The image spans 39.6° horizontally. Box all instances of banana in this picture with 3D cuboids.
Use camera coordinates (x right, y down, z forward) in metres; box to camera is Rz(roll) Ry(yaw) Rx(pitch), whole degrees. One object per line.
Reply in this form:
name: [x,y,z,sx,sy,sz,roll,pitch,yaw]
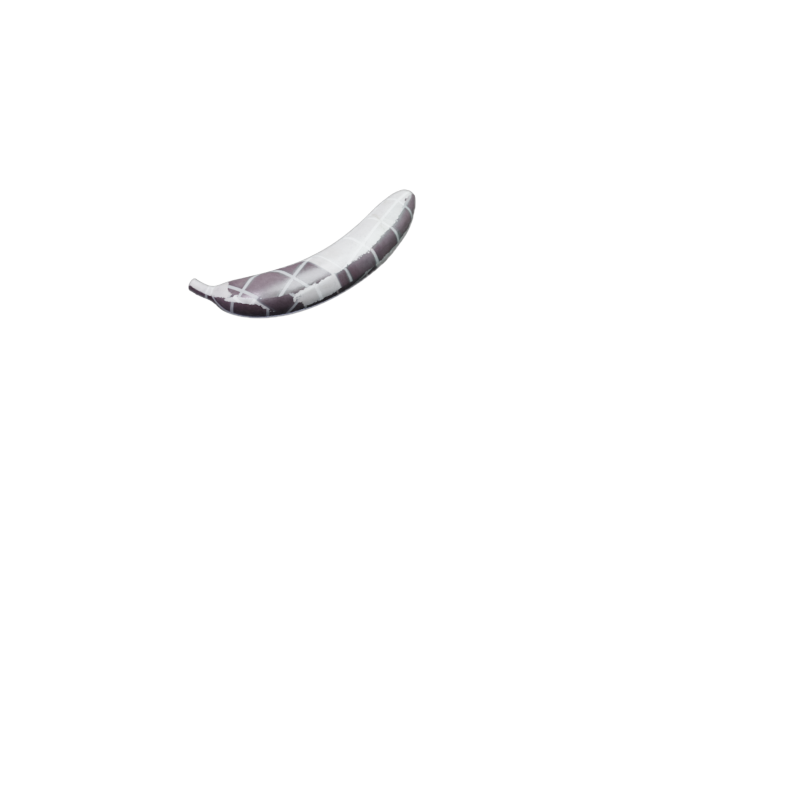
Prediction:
banana: [-0.063,-0.108,0.861,0.197,0.075,0.034,-24,-29,-15]
